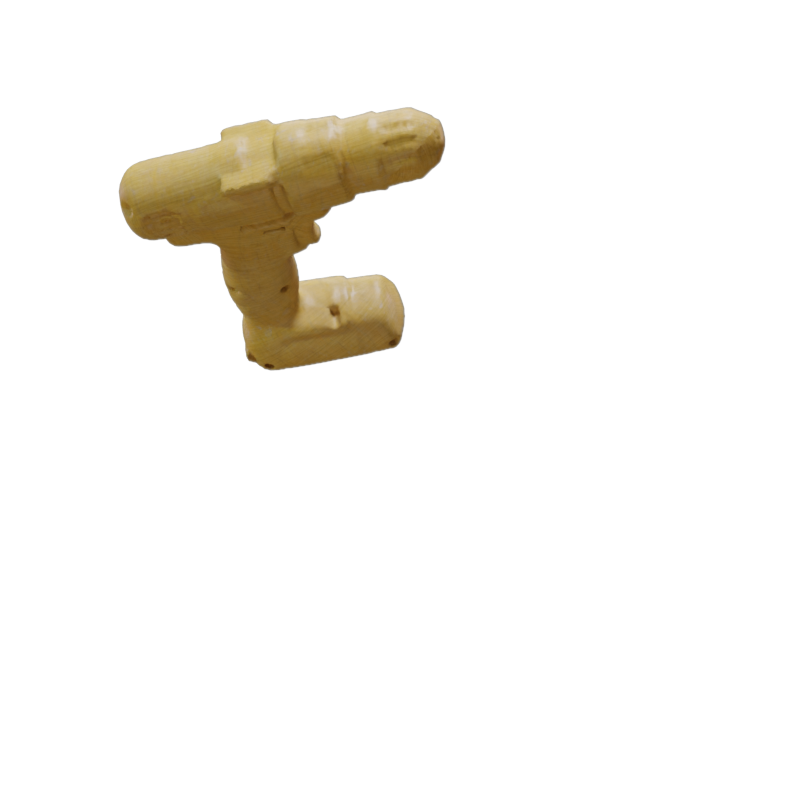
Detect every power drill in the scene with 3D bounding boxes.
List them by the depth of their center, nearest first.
[{"bbox_3d":[-0.052,-0.095,0.665,0.186,0.061,0.173,-8,-35,11],"label":"power drill"}]
